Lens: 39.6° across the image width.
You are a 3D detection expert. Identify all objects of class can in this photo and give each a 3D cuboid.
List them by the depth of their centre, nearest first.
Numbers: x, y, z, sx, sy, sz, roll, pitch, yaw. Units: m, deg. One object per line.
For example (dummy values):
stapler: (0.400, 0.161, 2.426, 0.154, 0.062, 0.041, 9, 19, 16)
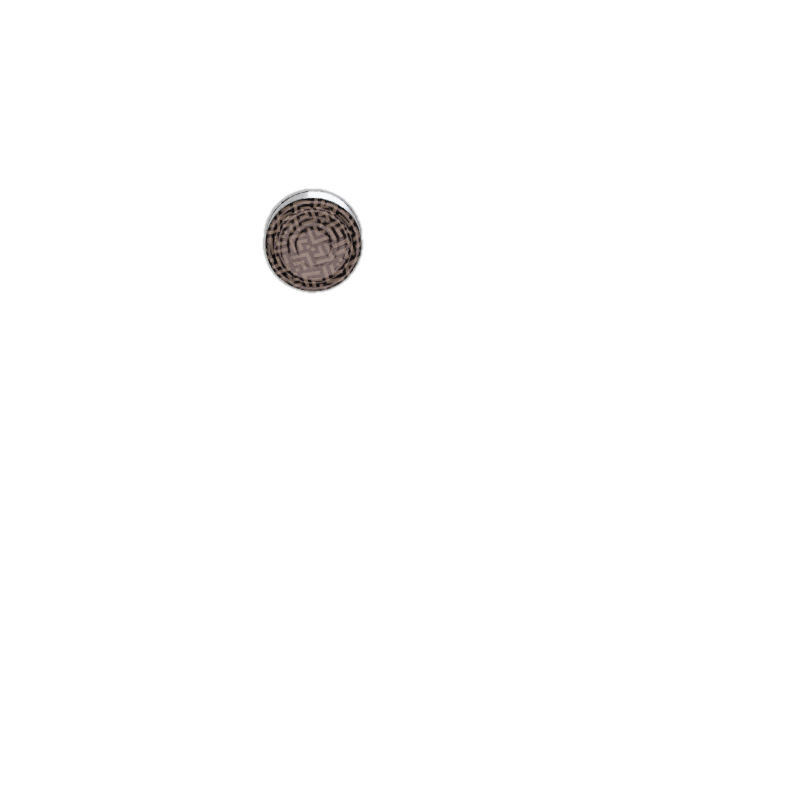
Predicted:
can: (-0.076, -0.138, 0.968, 0.086, 0.083, 0.035, 0, 15, -1)
